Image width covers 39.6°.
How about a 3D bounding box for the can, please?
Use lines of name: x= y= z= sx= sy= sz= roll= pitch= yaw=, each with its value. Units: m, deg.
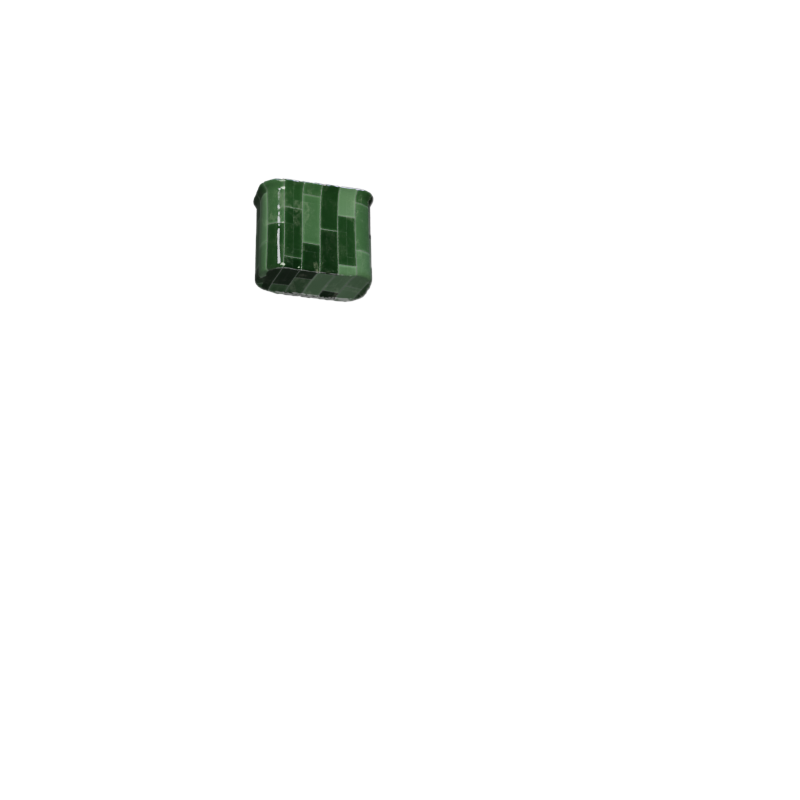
can: x=-0.074 y=-0.135 z=0.944 sx=0.100 sy=0.089 sz=0.055 roll=6 pitch=-26 yaw=-15
